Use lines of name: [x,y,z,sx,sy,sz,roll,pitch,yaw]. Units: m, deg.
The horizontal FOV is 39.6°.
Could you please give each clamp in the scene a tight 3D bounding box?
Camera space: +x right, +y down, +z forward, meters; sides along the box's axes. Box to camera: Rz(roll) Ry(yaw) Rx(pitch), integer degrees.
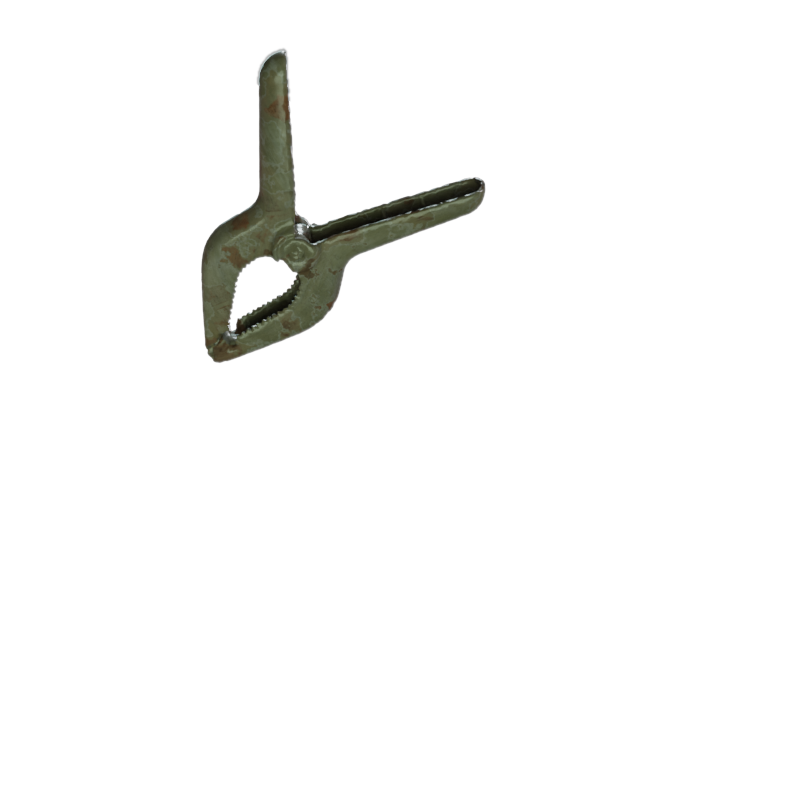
clamp: [-0.057,-0.103,0.723,0.160,0.204,0.038,26,24,-13]
